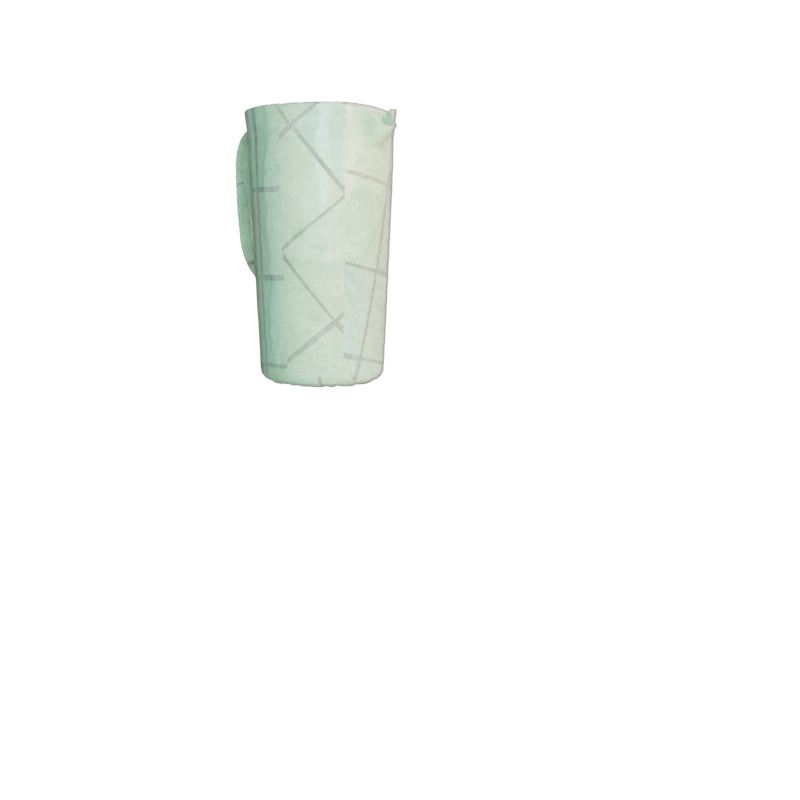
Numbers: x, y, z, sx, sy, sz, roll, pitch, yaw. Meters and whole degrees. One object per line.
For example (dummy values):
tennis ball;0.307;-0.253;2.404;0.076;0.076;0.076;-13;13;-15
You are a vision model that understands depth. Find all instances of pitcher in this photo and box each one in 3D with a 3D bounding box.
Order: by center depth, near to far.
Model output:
pitcher;-0.077;-0.140;0.978;0.145;0.242;0.150;0;2;-2
